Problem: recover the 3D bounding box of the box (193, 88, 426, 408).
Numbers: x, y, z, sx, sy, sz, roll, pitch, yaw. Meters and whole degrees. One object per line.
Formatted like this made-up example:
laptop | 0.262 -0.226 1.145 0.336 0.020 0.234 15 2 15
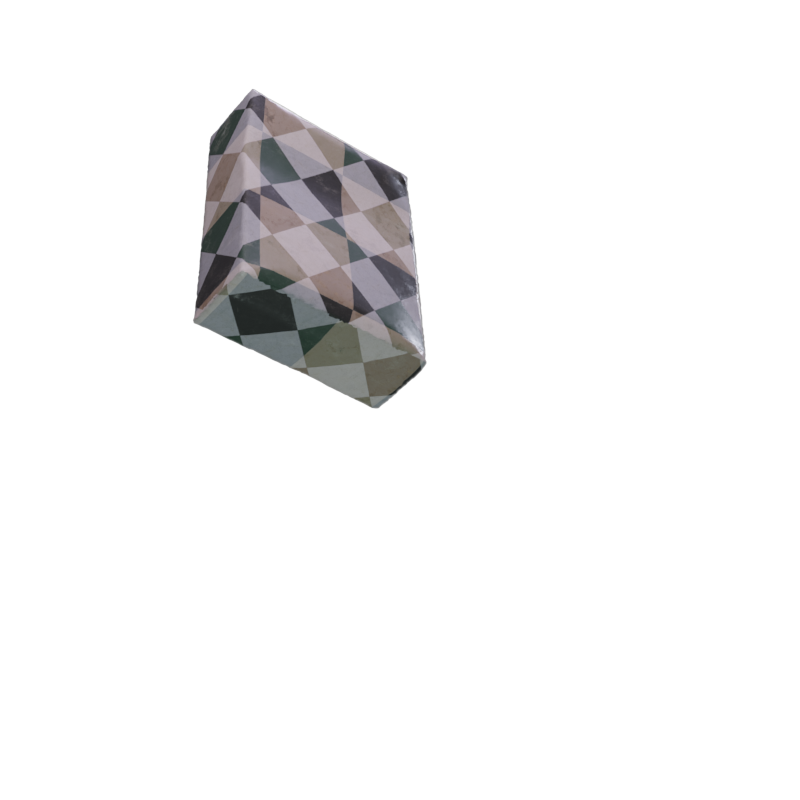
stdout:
box | -0.066 -0.121 0.847 0.156 0.230 0.070 25 -50 -27
